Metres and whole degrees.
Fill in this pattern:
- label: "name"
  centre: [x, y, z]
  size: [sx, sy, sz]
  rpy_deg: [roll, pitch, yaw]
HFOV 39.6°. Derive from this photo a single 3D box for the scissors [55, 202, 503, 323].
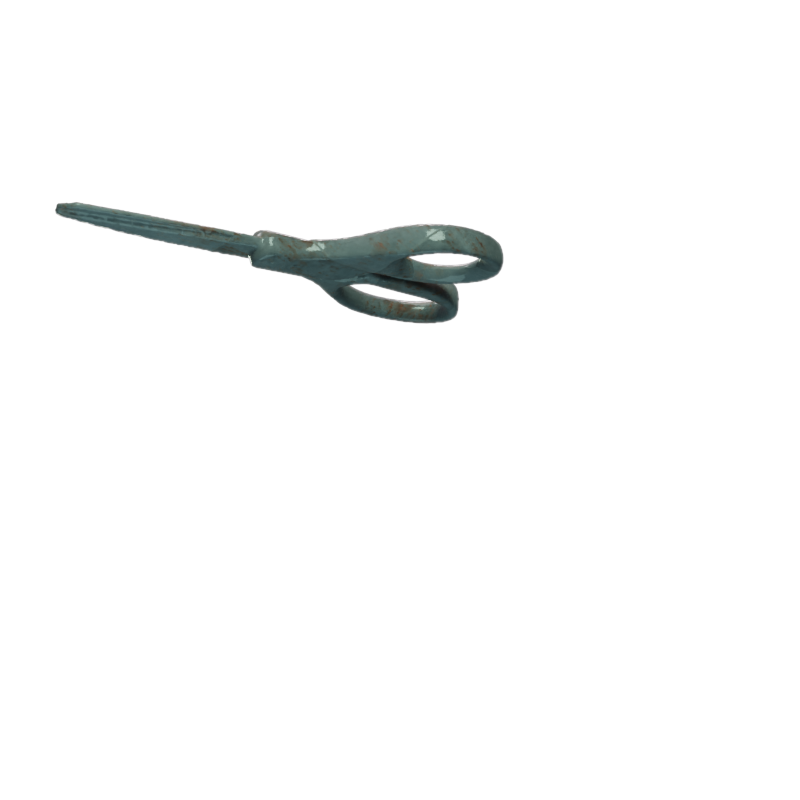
- label: "scissors"
  centre: [-0.038, -0.069, 0.484]
  size: [0.190, 0.017, 0.097]
  rpy_deg: [16, -25, -39]
